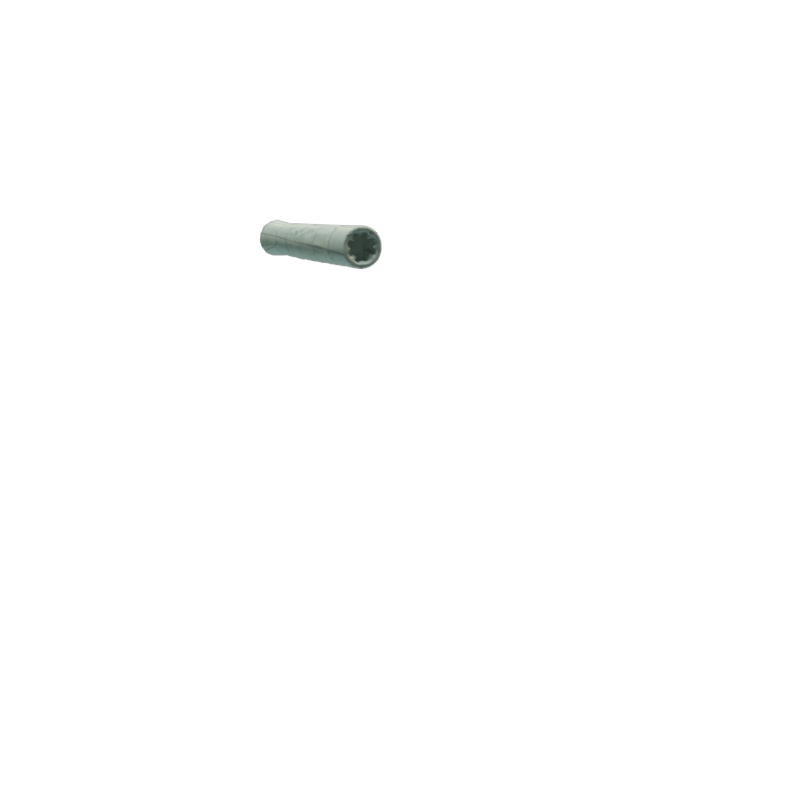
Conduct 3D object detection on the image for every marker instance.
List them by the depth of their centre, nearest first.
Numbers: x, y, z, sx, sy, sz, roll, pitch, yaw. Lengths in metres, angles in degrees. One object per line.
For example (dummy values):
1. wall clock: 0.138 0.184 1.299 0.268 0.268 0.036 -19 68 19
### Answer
1. marker: -0.041 -0.075 0.528 0.019 0.019 0.126 -2 10 -24
